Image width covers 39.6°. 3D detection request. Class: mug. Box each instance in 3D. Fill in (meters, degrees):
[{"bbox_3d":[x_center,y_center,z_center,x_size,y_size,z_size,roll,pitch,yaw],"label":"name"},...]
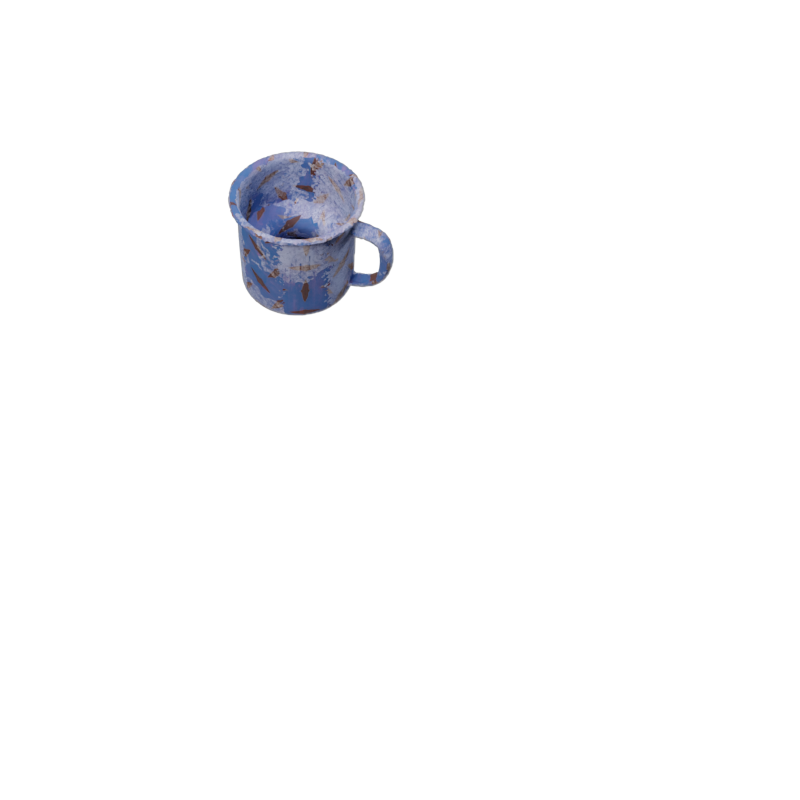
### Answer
[{"bbox_3d":[-0.061,-0.111,0.775,0.120,0.098,0.076,15,-40,11],"label":"mug"}]
